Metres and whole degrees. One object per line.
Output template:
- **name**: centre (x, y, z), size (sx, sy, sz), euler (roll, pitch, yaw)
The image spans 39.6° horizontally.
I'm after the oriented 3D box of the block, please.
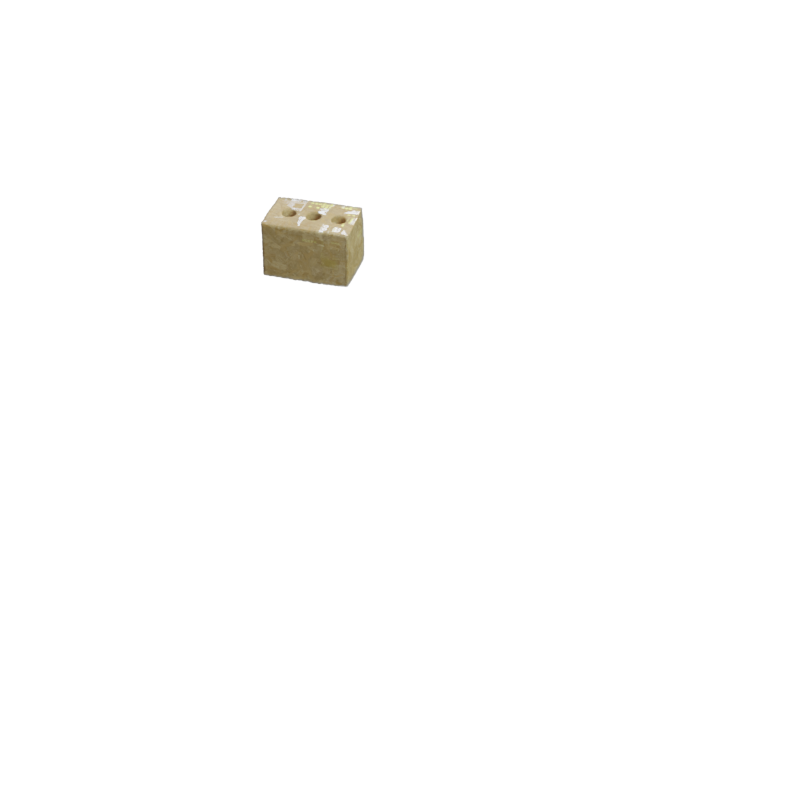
- **block**: centre (-0.074, -0.135, 0.946), size (0.080, 0.048, 0.055), euler (9, 34, 12)
